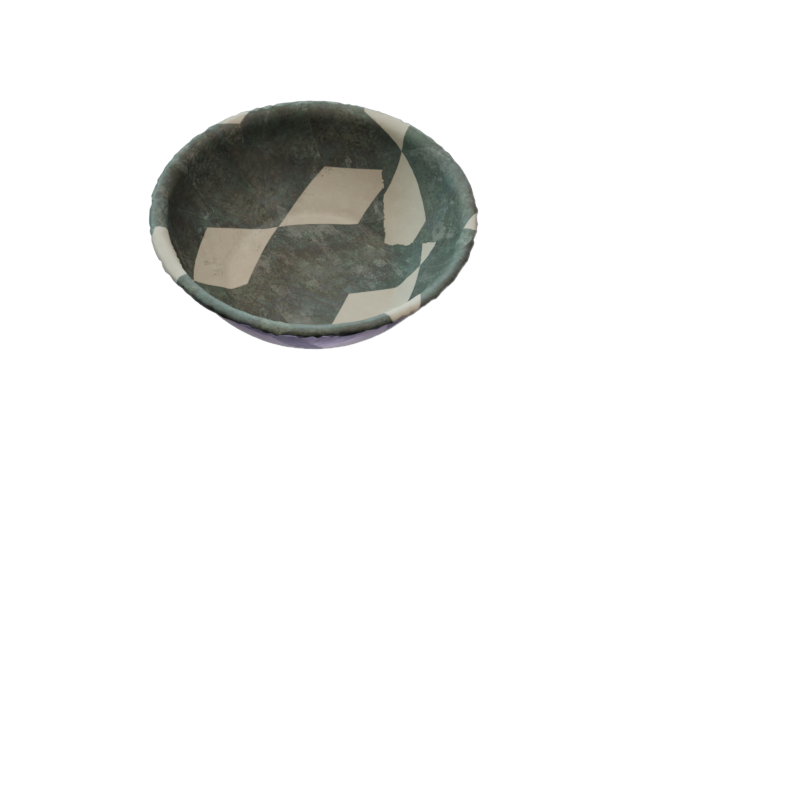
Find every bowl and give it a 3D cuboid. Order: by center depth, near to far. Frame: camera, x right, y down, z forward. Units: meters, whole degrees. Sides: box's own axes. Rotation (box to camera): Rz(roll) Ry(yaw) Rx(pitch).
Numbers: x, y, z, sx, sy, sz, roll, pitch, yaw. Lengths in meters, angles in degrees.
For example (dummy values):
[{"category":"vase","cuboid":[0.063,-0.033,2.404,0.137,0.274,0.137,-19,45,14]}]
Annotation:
[{"category":"bowl","cuboid":[-0.044,-0.081,0.565,0.162,0.174,0.051,-1,-39,-1]}]
